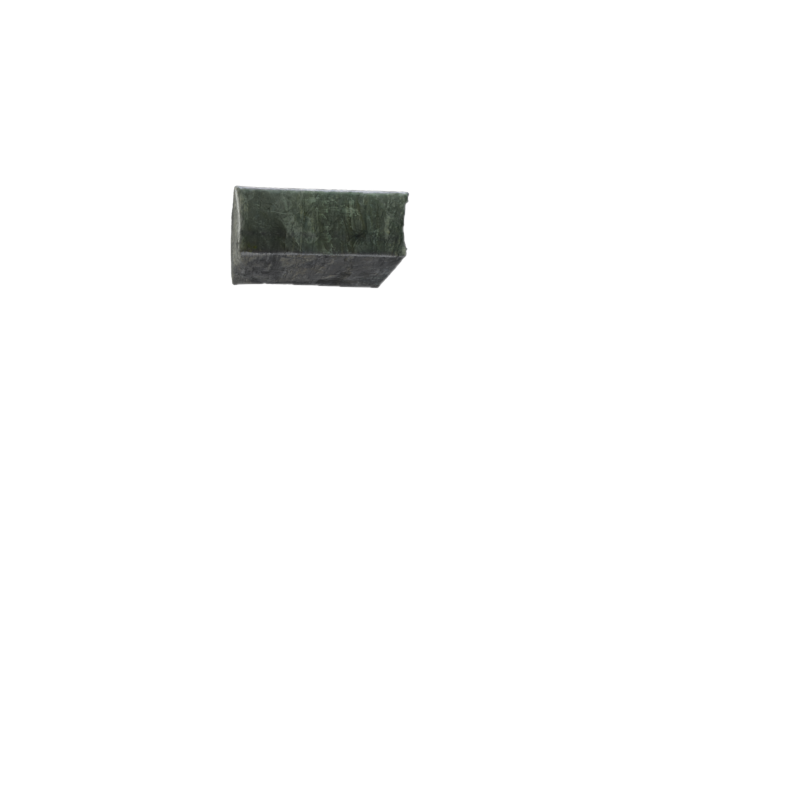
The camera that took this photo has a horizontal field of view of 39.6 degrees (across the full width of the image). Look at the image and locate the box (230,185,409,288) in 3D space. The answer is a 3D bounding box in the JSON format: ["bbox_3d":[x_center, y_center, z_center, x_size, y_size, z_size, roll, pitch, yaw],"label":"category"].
[{"bbox_3d":[-0.048,-0.087,0.609,0.089,0.039,0.113,0,-2,-8],"label":"box"}]
